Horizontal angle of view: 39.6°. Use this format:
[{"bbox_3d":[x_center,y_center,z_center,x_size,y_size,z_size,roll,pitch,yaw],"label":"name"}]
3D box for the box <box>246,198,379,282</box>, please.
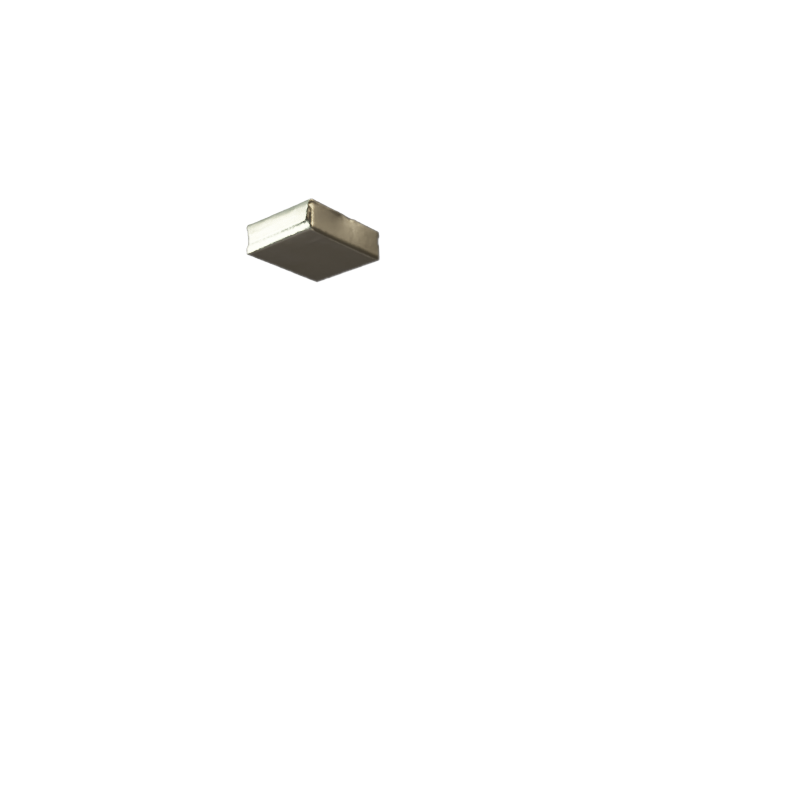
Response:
[{"bbox_3d":[-0.072,-0.132,0.924,0.074,0.032,0.084,-16,-25,38],"label":"box"}]
